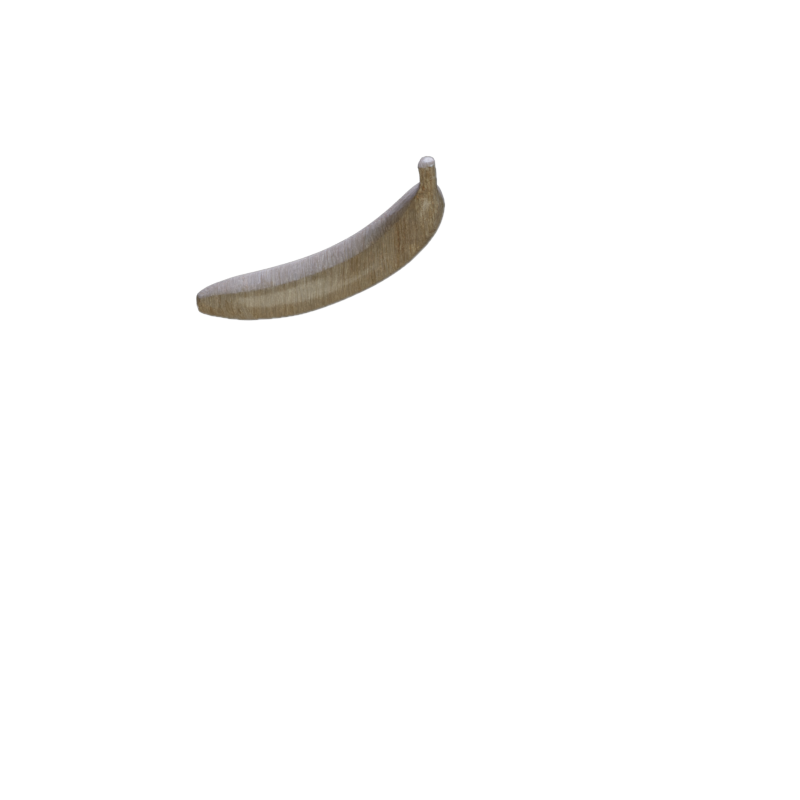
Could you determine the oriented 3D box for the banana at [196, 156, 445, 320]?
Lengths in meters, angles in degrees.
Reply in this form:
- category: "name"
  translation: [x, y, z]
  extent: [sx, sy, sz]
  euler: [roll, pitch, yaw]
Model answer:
- category: "banana"
  translation: [-0.043, -0.096, 0.736]
  extent: [0.197, 0.039, 0.065]
  euler: [-29, -54, 23]
